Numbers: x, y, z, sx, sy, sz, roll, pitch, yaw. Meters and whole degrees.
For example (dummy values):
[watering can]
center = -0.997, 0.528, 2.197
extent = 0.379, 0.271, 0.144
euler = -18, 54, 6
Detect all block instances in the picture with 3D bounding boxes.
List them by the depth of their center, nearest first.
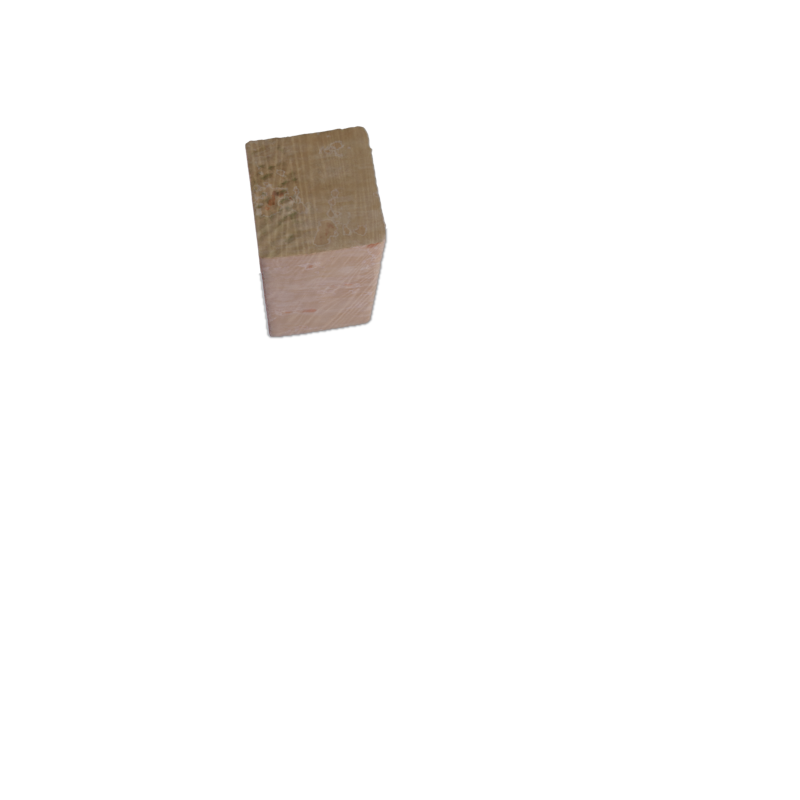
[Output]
[block]
center = -0.067, -0.123, 0.861
extent = 0.090, 0.095, 0.199
euler = -8, -13, -6
